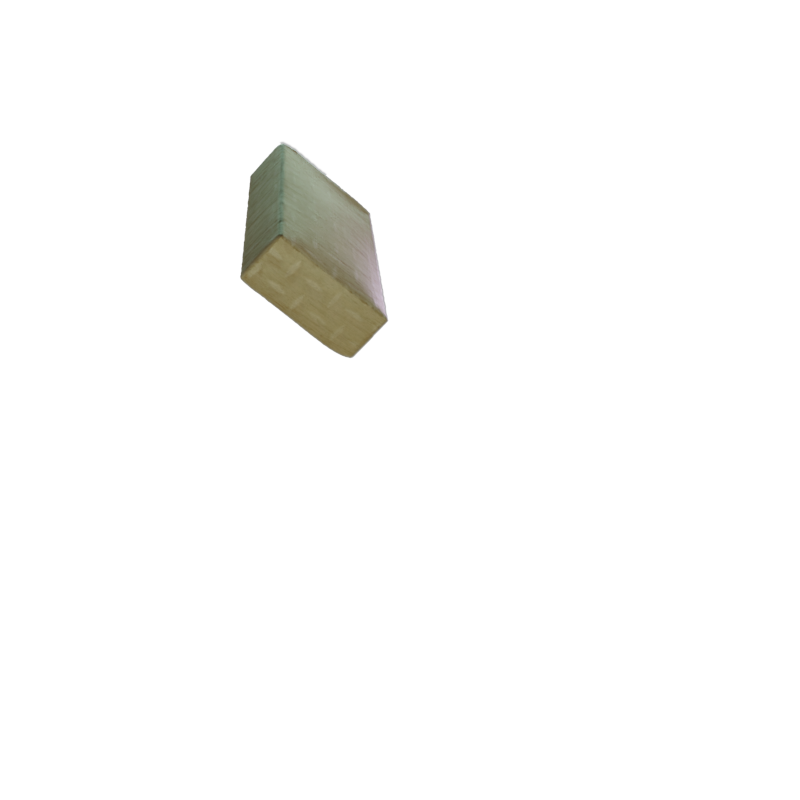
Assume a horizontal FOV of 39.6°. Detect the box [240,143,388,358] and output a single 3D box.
[{"bbox_3d":[-0.060,-0.109,0.763,0.089,0.047,0.188,36,23,-23],"label":"box"}]
